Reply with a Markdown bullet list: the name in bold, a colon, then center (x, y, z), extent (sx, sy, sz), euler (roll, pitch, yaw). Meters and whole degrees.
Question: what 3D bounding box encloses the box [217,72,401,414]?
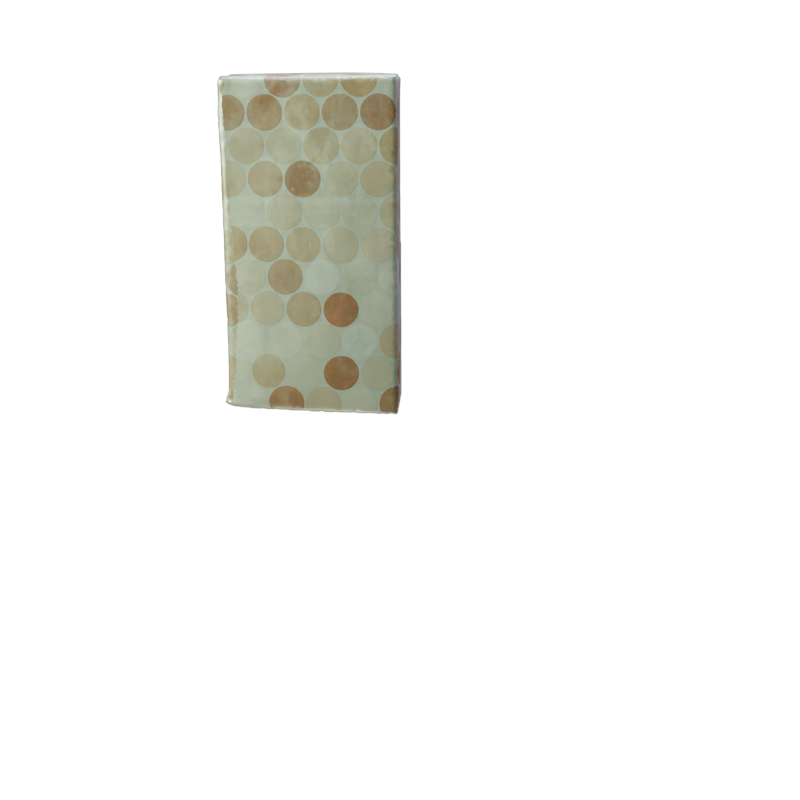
- **box**: center (-0.046, -0.084, 0.585), extent (0.094, 0.173, 0.049), euler (2, 9, 6)
